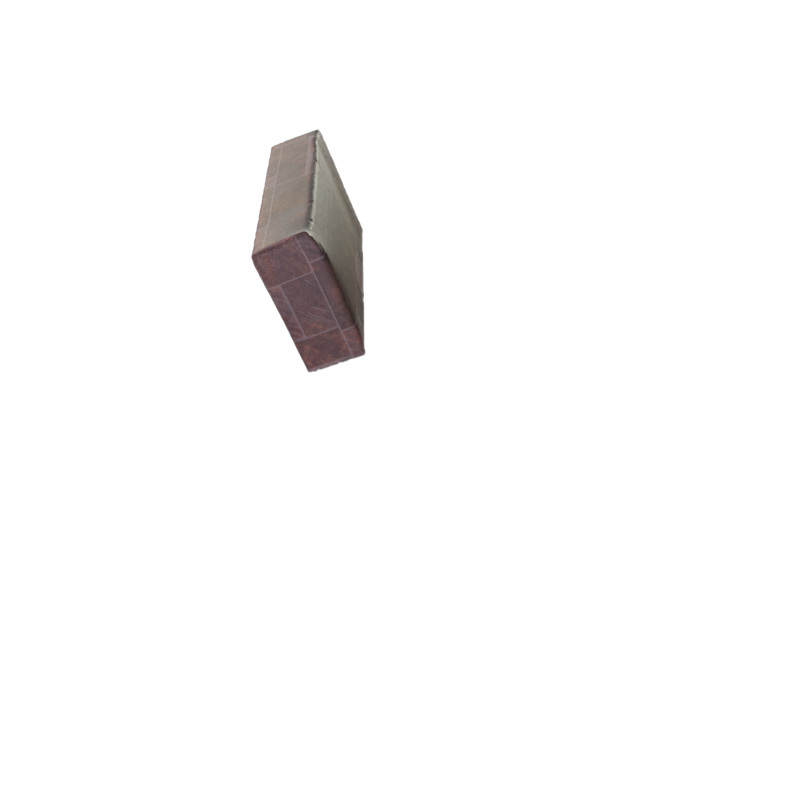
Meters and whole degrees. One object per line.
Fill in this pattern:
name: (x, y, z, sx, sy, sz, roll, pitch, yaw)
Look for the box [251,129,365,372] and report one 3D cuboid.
box: (-0.059, -0.107, 0.751, 0.048, 0.088, 0.187, -20, 30, 8)
